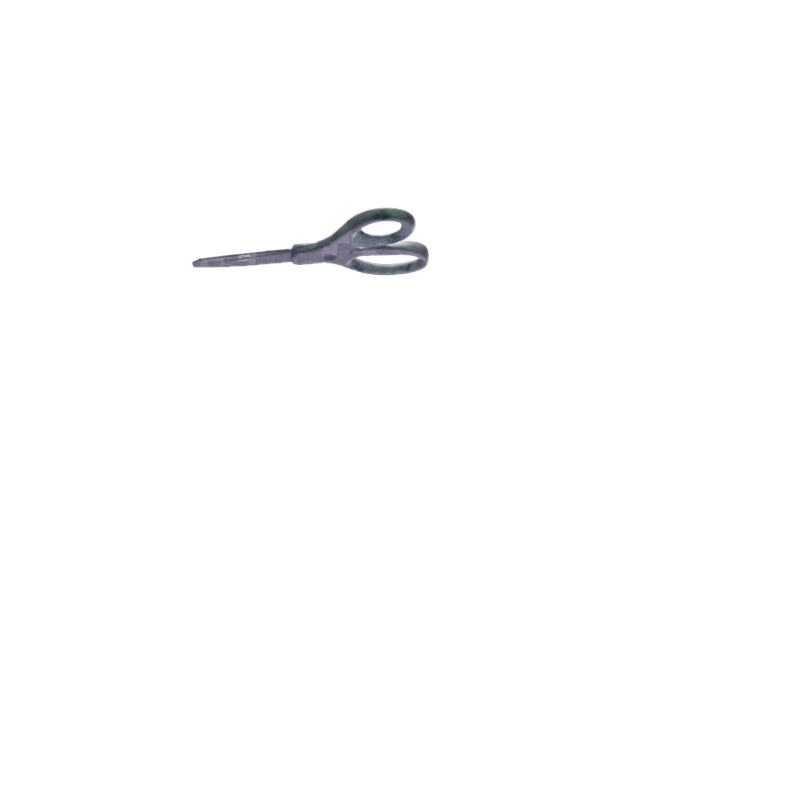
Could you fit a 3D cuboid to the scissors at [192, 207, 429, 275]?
[{"bbox_3d":[-0.073,-0.133,0.932,0.200,0.017,0.091,3,-29,-6],"label":"scissors"}]
